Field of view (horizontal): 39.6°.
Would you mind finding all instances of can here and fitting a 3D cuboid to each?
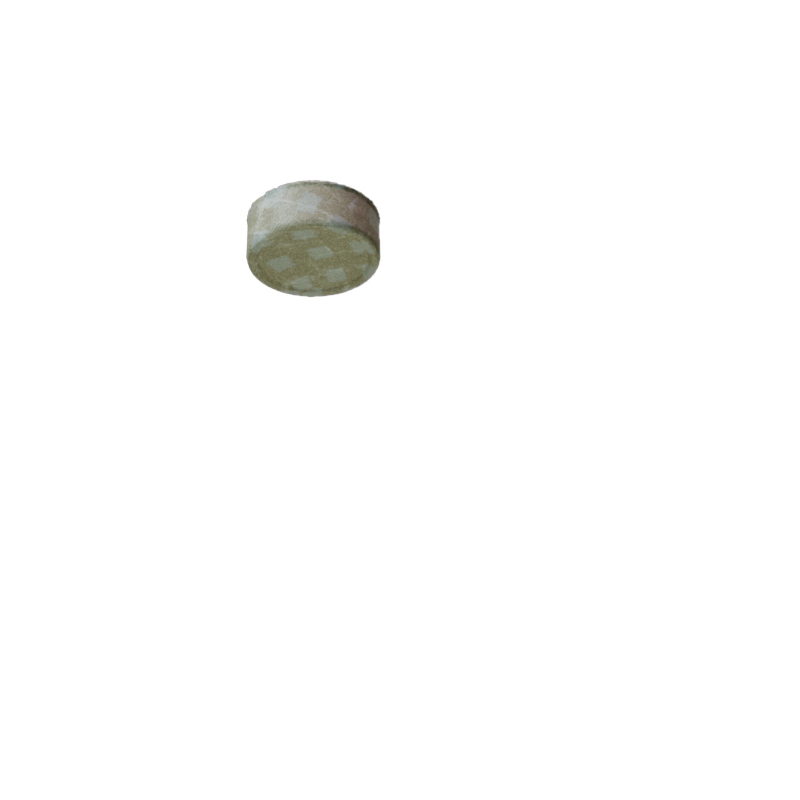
[{"bbox_3d":[-0.055,-0.101,0.705,0.086,0.036,0.081,1,-29,-2],"label":"can"}]
